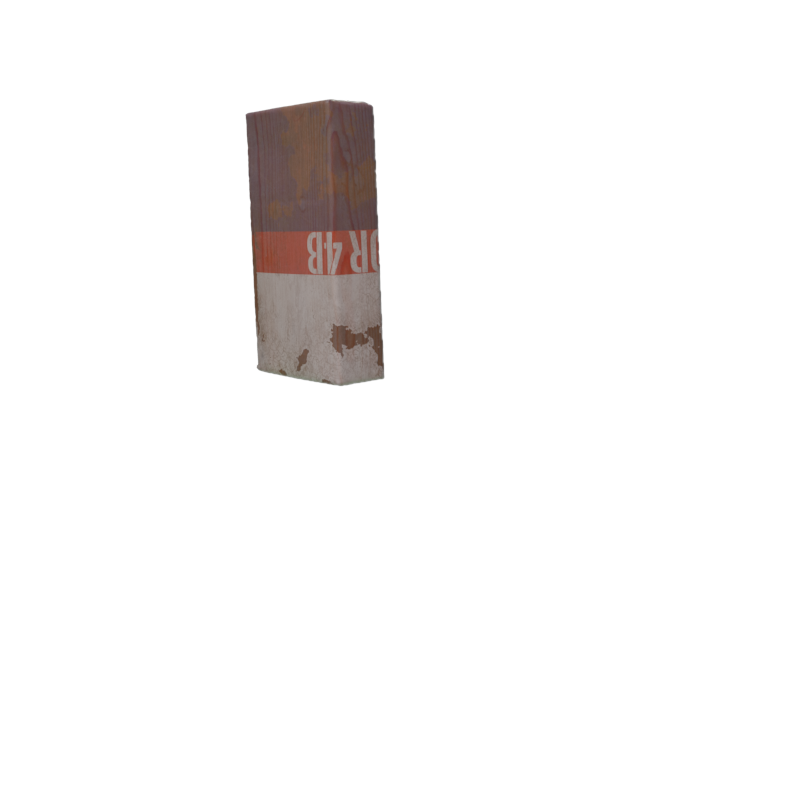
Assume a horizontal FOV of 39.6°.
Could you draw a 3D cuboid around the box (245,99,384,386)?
[{"bbox_3d":[-0.056,-0.103,0.721,0.046,0.176,0.097,-1,3,-40],"label":"box"}]
